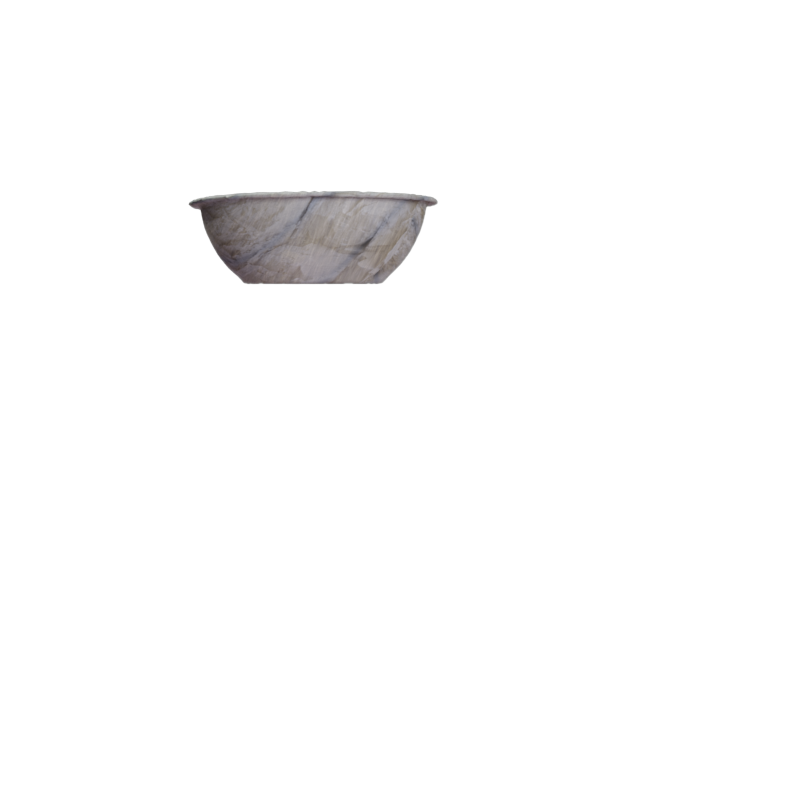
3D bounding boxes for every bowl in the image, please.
[{"bbox_3d":[-0.057,-0.103,0.723,0.162,0.055,0.163,0,5,-2],"label":"bowl"}]
